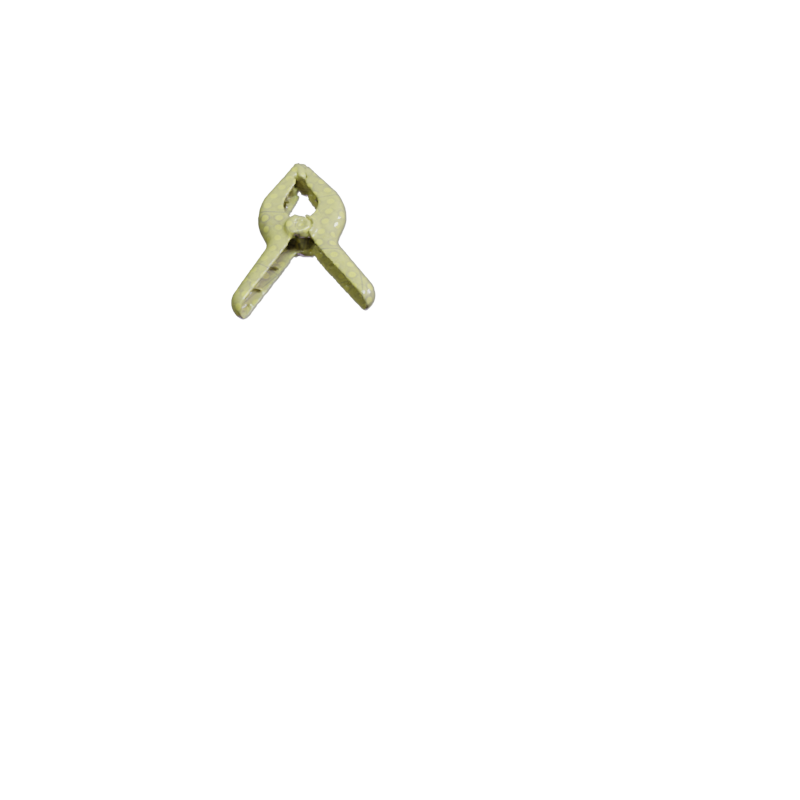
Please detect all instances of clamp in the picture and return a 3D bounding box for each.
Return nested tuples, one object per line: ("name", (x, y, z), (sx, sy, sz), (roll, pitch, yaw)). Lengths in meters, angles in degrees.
("clamp", (-0.076, -0.139, 0.975), (0.121, 0.182, 0.037), (5, -36, 3))
